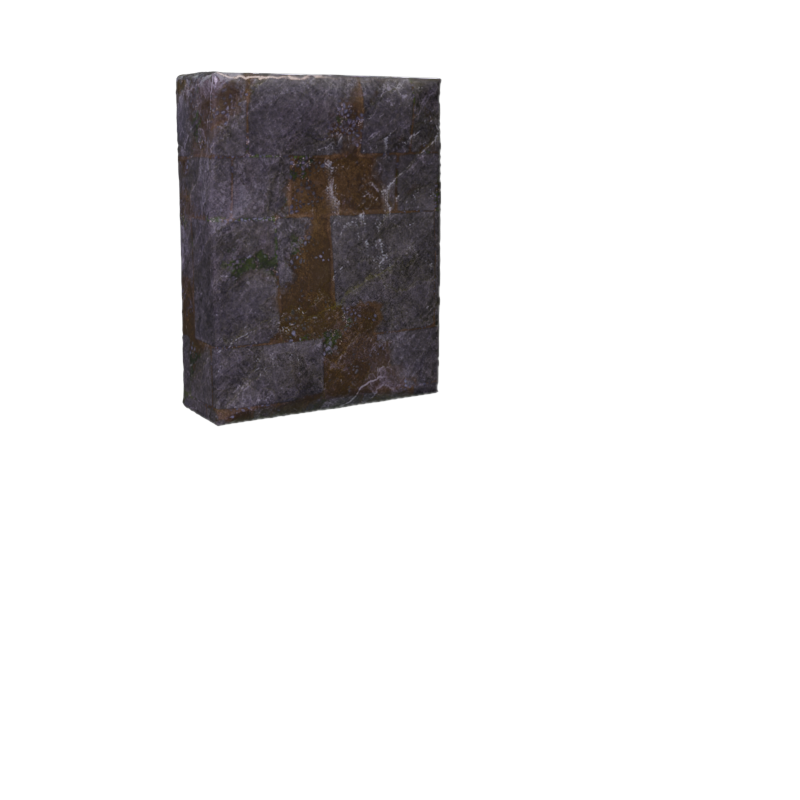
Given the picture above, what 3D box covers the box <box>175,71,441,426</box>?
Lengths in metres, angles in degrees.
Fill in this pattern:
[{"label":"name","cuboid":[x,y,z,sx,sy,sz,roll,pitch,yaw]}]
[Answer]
[{"label":"box","cuboid":[-0.056,-0.102,0.715,0.159,0.210,0.075,-5,9,-28]}]
